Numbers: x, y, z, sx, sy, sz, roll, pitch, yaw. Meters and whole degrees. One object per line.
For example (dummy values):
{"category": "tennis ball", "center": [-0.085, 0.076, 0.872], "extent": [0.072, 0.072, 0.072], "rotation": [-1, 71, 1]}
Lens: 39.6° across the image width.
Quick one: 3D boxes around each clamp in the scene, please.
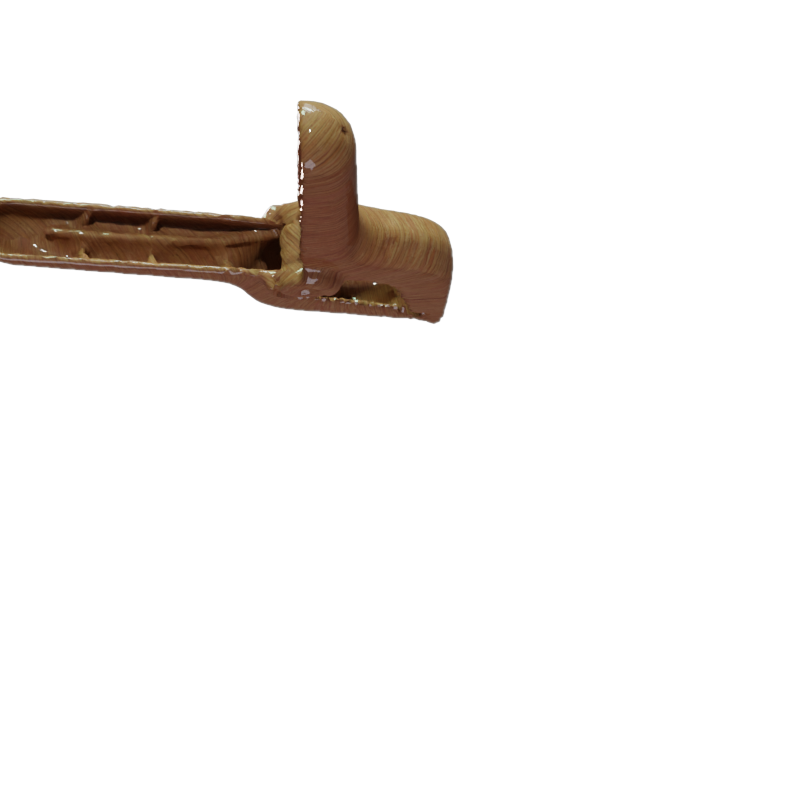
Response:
{"category": "clamp", "center": [-0.034, -0.063, 0.439], "extent": [0.168, 0.037, 0.199], "rotation": [-8, -12, 41]}
